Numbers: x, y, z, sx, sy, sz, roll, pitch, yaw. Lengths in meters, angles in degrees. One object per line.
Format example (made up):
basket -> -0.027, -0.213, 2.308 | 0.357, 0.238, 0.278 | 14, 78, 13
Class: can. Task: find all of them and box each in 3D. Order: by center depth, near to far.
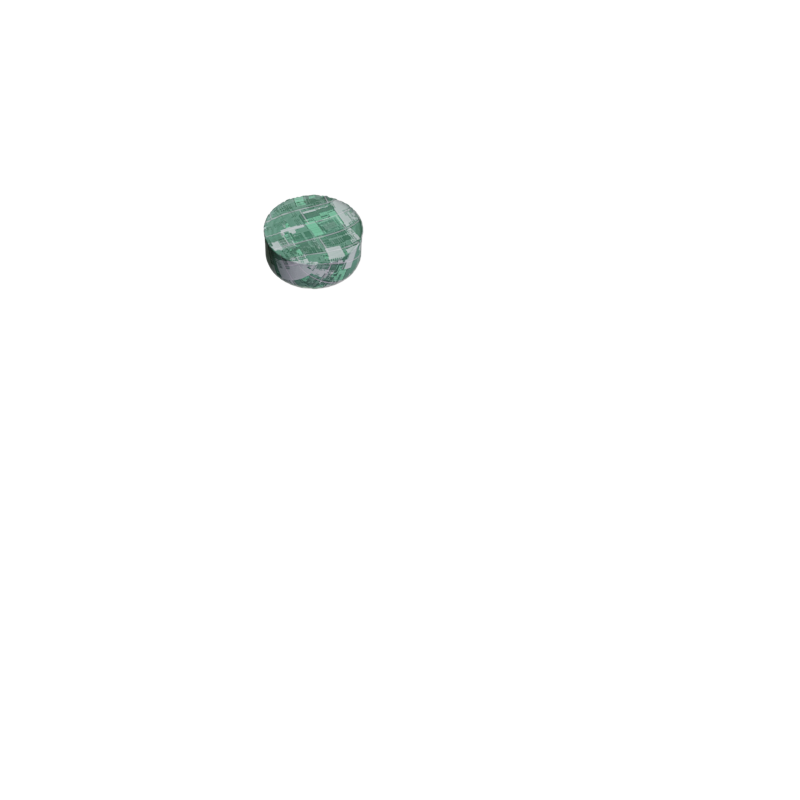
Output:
can -> -0.075, -0.138, 0.963 | 0.086, 0.092, 0.031 | -1, -41, -1
